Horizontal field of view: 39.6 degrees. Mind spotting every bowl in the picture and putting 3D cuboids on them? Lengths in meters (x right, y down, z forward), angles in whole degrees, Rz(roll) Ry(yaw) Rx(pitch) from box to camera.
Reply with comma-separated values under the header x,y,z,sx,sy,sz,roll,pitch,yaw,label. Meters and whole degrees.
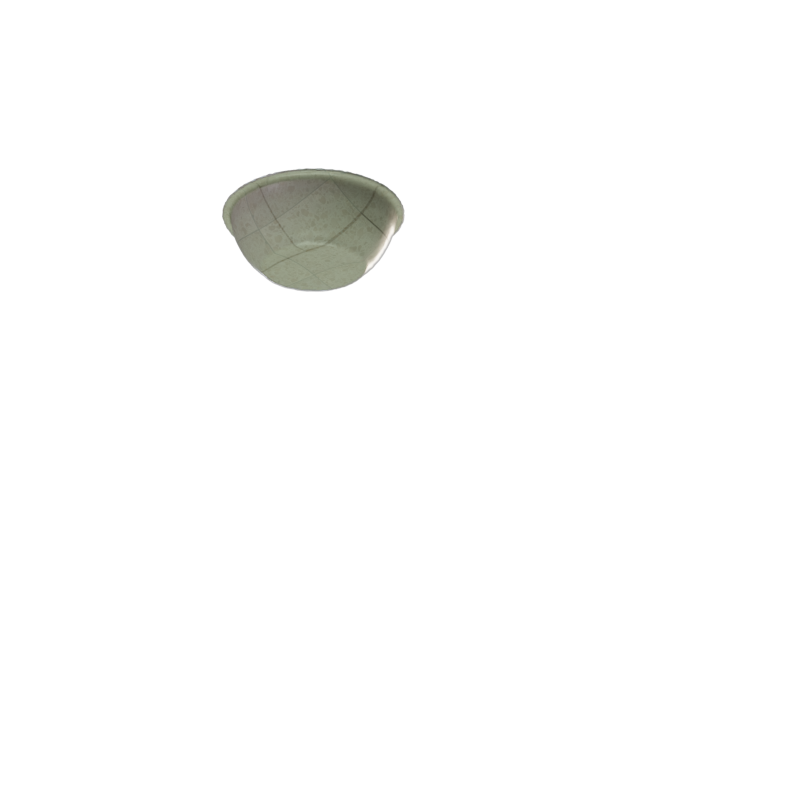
x,y,z,sx,sy,sz,roll,pitch,yaw,label
-0.076,-0.139,0.973,0.162,0.058,0.153,1,-23,-2,bowl
